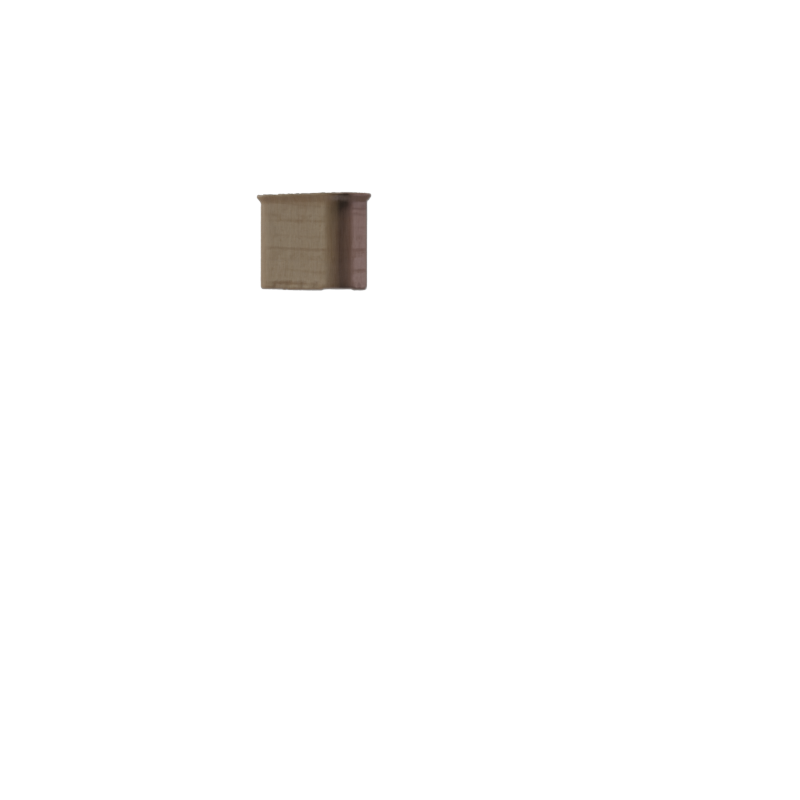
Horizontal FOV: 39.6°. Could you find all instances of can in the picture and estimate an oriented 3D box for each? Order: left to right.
[{"bbox_3d":[-0.076,-0.139,0.971,0.106,0.083,0.055,4,4,35],"label":"can"}]
